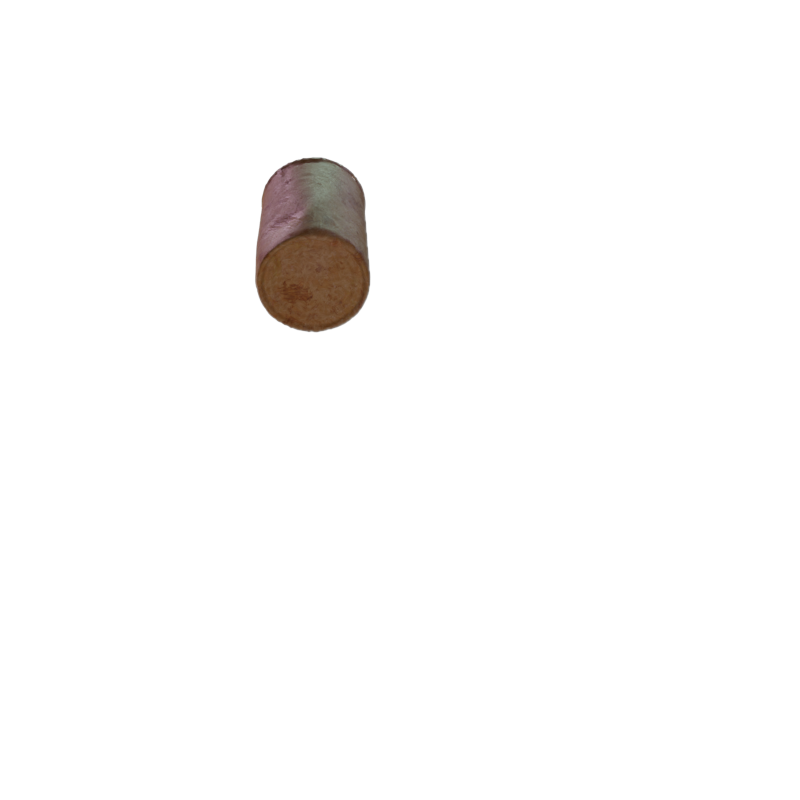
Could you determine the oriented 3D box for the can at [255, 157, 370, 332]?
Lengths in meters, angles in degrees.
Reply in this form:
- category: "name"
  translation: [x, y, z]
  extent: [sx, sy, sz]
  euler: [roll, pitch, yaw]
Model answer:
- category: "can"
  translation: [-0.053, -0.097, 0.678]
  extent: [0.068, 0.064, 0.109]
  euler: [-1, 34, -3]
